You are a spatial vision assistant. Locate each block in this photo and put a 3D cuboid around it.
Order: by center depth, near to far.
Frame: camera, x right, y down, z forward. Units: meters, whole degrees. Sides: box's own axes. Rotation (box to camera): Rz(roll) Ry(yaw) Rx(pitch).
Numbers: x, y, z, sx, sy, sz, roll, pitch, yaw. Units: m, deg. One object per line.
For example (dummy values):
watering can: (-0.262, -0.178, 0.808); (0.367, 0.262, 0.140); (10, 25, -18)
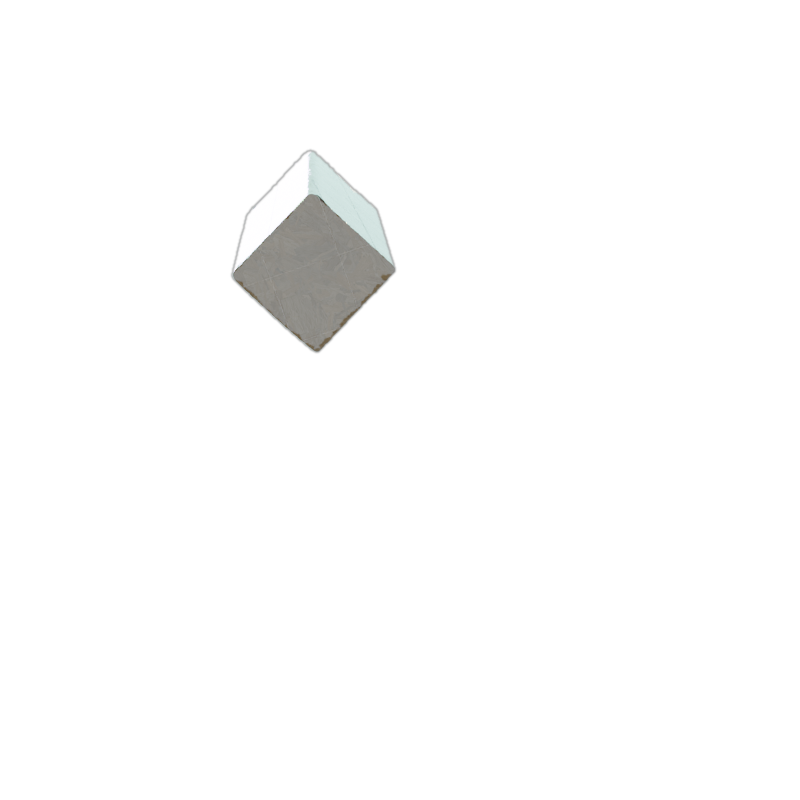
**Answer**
block: (-0.072, -0.131, 0.913); (0.087, 0.090, 0.215); (41, 12, -16)
